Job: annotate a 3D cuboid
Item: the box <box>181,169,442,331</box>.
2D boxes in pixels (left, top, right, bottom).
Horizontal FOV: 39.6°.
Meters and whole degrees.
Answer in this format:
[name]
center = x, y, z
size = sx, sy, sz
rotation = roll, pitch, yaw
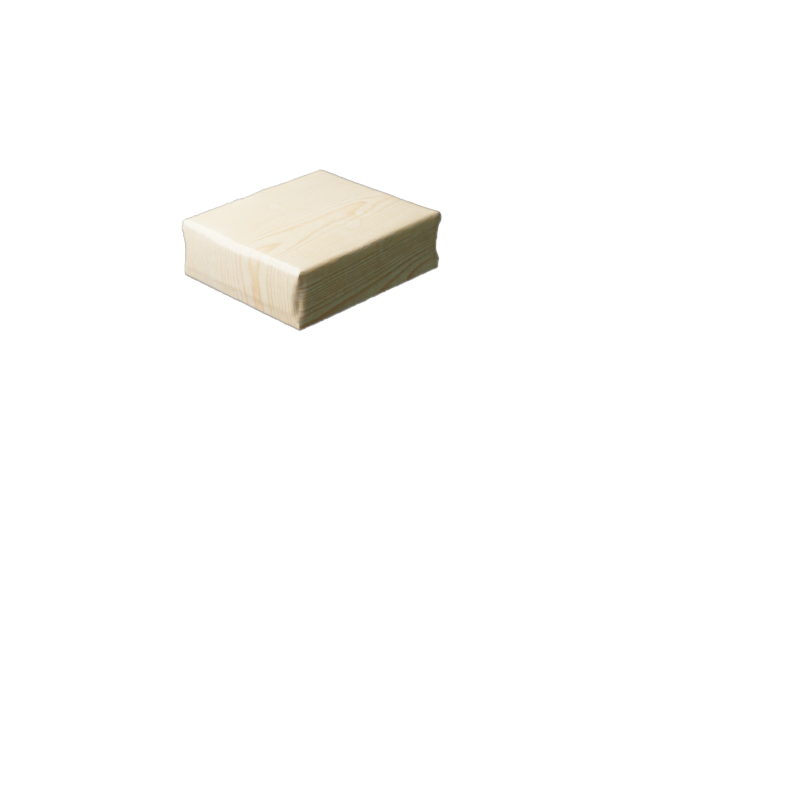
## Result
[box]
center = -0.037, -0.069, 0.480
size = 0.078, 0.028, 0.089
rotation = 26, 39, 36
